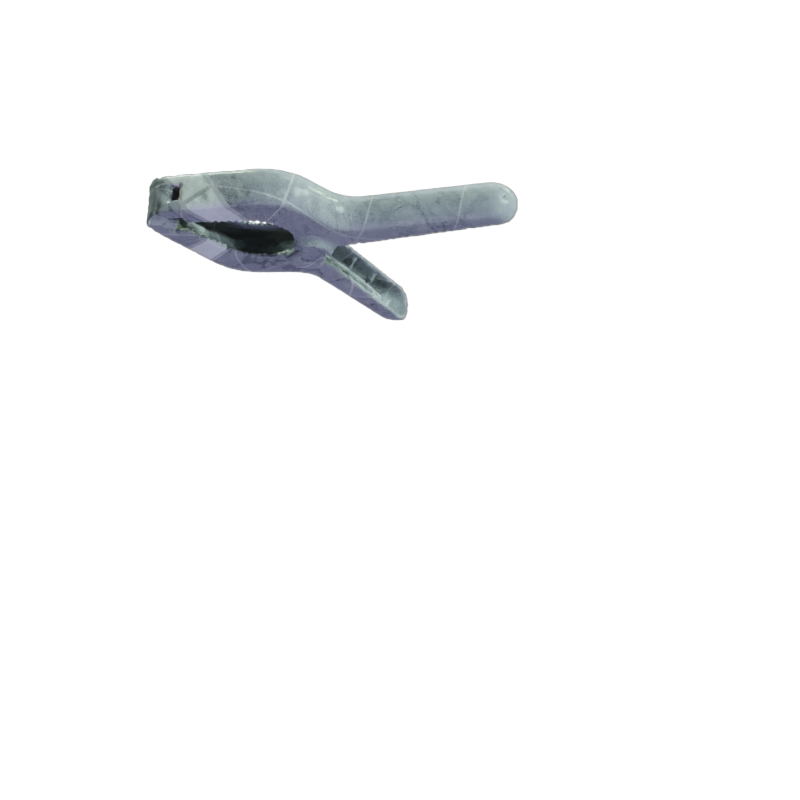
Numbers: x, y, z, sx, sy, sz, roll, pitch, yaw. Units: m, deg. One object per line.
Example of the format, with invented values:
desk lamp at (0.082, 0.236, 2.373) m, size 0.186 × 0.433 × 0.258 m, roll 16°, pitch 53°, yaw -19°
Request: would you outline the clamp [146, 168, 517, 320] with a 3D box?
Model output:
clamp at (-0.054, -0.099, 0.690) m, size 0.206 × 0.038 × 0.159 m, roll 6°, pitch -24°, yaw -14°
